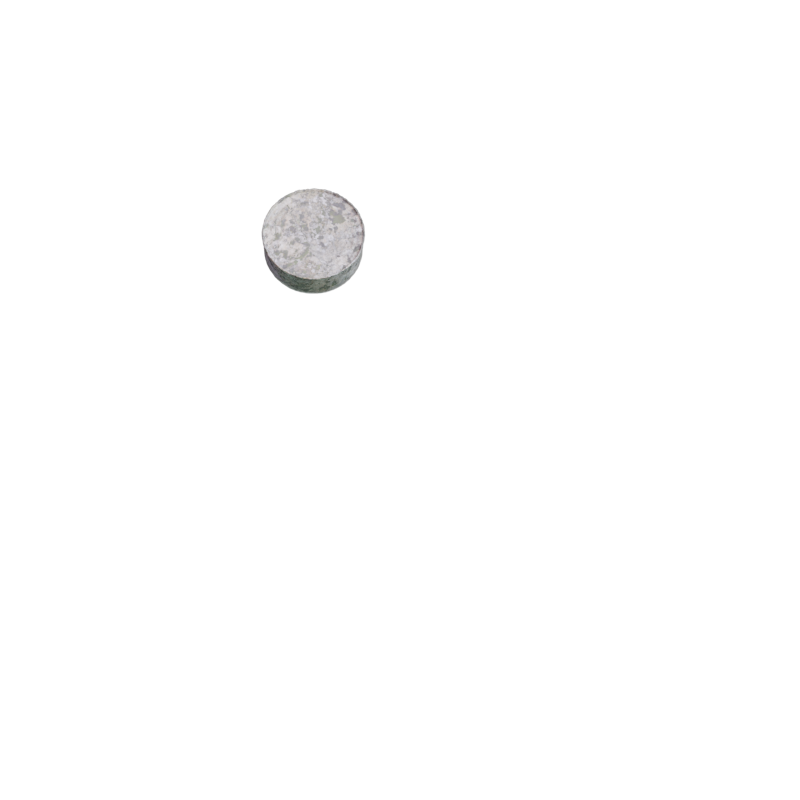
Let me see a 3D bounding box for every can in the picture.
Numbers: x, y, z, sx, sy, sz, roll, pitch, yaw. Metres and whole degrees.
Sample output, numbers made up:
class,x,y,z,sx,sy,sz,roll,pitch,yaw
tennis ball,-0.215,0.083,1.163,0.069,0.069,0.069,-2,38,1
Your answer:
class,x,y,z,sx,sy,sz,roll,pitch,yaw
can,-0.073,-0.133,0.935,0.086,0.091,0.032,-1,-26,-1
